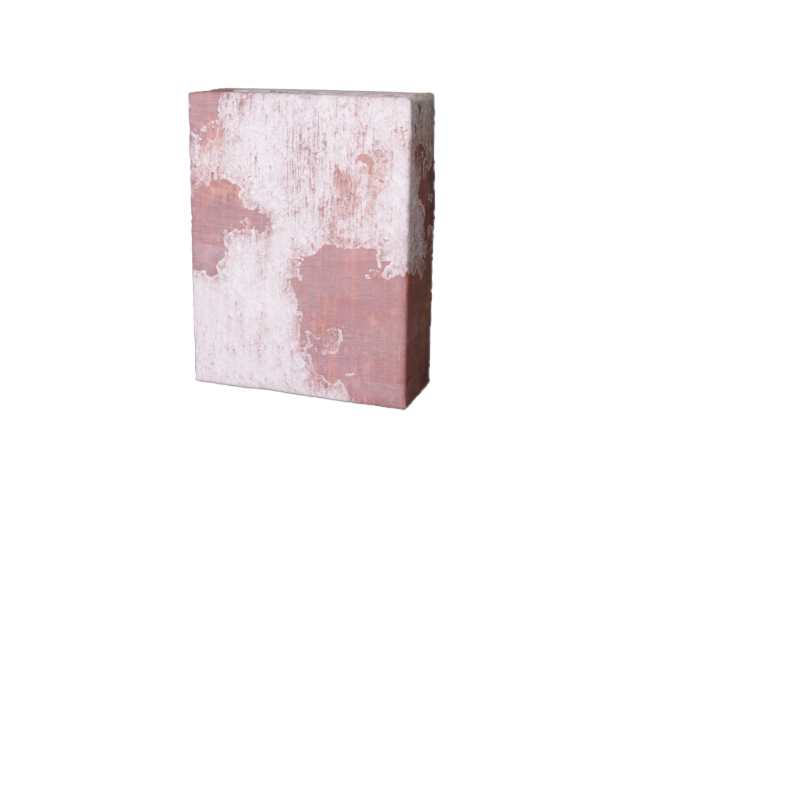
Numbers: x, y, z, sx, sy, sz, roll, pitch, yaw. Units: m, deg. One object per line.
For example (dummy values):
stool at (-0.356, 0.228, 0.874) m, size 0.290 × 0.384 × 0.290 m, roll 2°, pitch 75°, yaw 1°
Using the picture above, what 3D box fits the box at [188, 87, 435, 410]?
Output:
box at (-0.062, -0.113, 0.789) m, size 0.169 × 0.207 × 0.072 m, roll 6°, pitch 14°, yaw 20°
